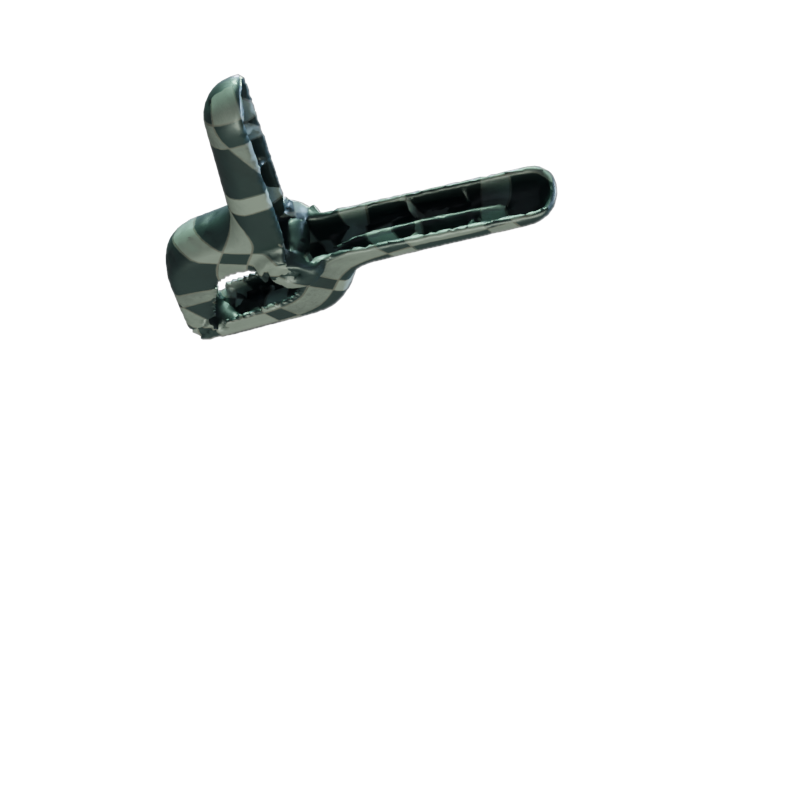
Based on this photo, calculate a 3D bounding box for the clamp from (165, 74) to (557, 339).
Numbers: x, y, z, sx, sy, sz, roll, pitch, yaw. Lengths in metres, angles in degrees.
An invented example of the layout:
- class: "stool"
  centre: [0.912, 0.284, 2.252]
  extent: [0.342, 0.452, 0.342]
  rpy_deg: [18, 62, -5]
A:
- class: "clamp"
  centre: [-0.041, -0.075, 0.524]
  extent: [0.159, 0.038, 0.206]
  rpy_deg: [9, -23, -24]
